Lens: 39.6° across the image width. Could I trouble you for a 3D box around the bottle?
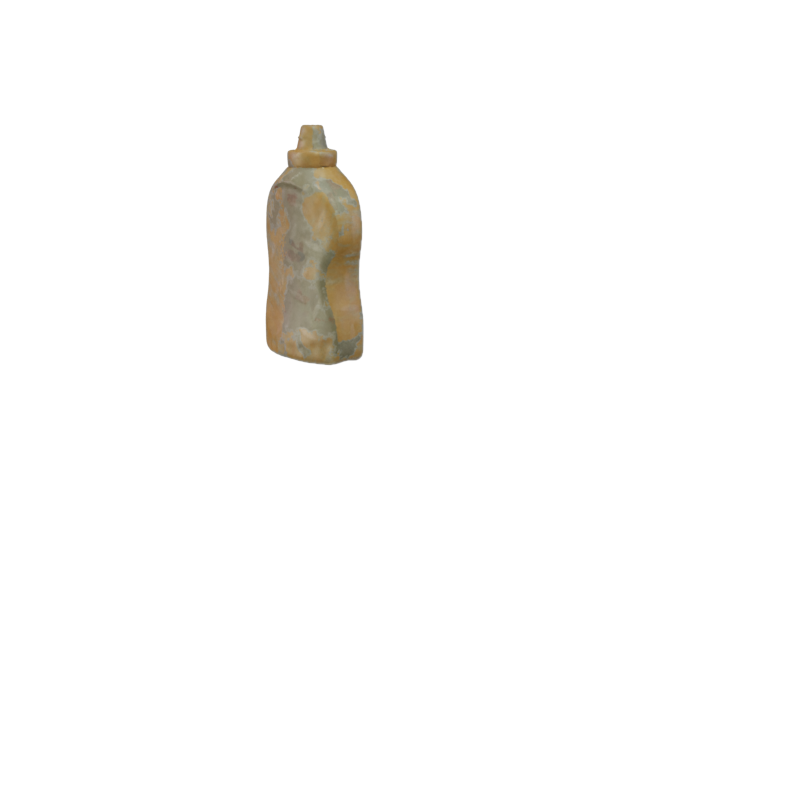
[{"bbox_3d":[-0.072,-0.131,0.915,0.057,0.188,0.101,-6,11,-39],"label":"bottle"}]
